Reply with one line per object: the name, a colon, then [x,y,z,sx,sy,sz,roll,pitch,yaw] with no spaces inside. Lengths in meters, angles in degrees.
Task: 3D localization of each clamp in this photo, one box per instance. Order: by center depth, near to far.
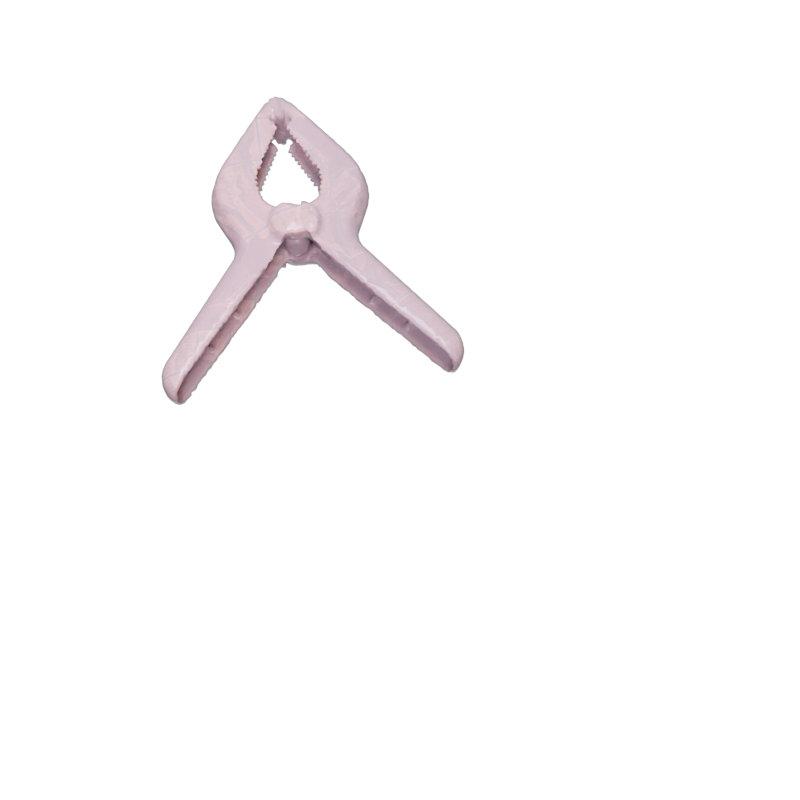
clamp: [-0.051,-0.093,0.654,0.164,0.225,0.034,-1,-34,-1]
